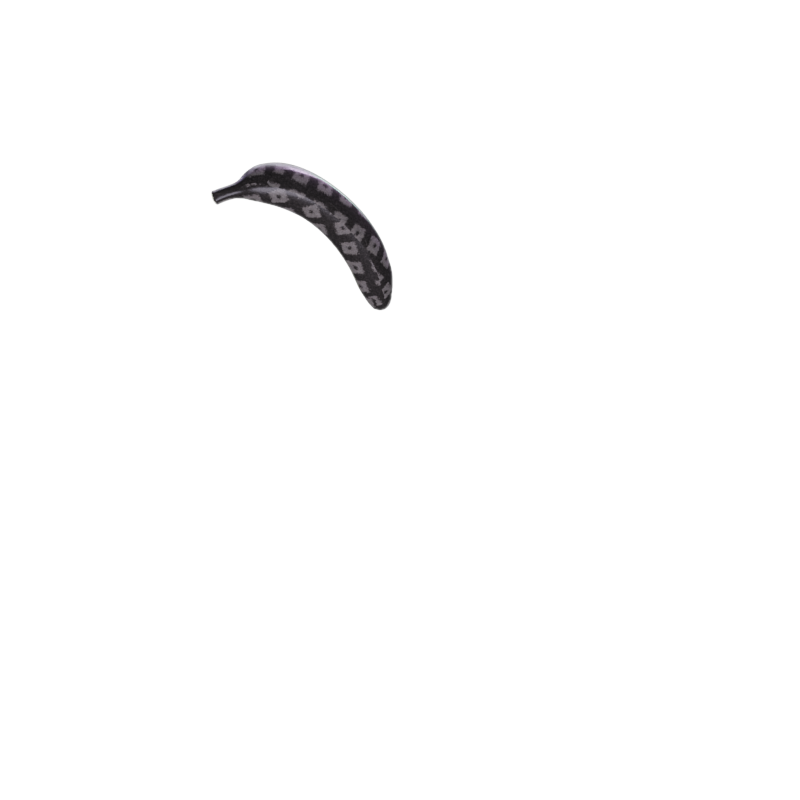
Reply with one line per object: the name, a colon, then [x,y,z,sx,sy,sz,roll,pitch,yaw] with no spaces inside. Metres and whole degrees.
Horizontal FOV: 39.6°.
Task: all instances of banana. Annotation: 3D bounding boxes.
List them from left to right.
banana: [-0.065,-0.149,0.954,0.187,0.039,0.068,33,-58,-25]
